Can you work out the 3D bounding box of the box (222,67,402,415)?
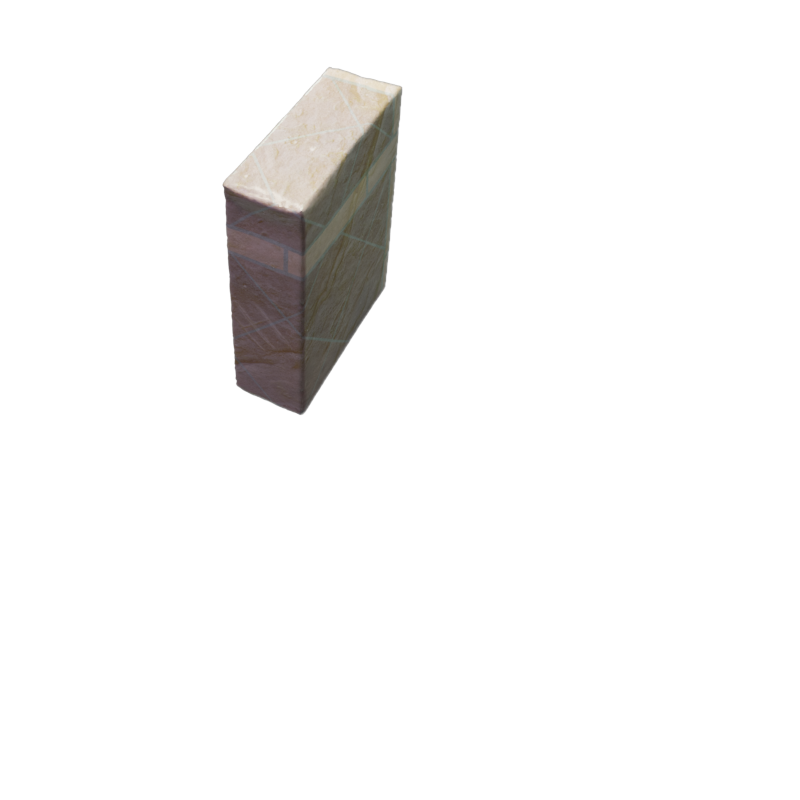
[{"bbox_3d":[-0.067,-0.122,0.853,0.074,0.199,0.170,19,49,14],"label":"box"}]
